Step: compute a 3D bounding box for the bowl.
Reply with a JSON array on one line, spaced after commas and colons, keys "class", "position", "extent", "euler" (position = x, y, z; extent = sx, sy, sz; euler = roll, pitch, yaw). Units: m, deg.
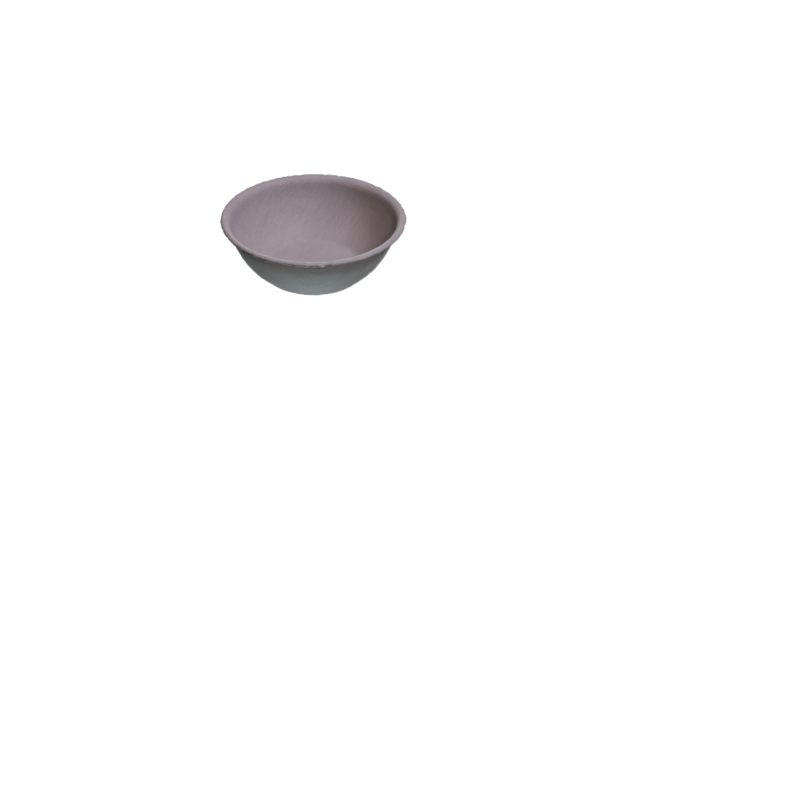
[{"class": "bowl", "position": [-0.076, -0.139, 0.977], "extent": [0.162, 0.051, 0.173], "euler": [-1, 36, -2]}]
